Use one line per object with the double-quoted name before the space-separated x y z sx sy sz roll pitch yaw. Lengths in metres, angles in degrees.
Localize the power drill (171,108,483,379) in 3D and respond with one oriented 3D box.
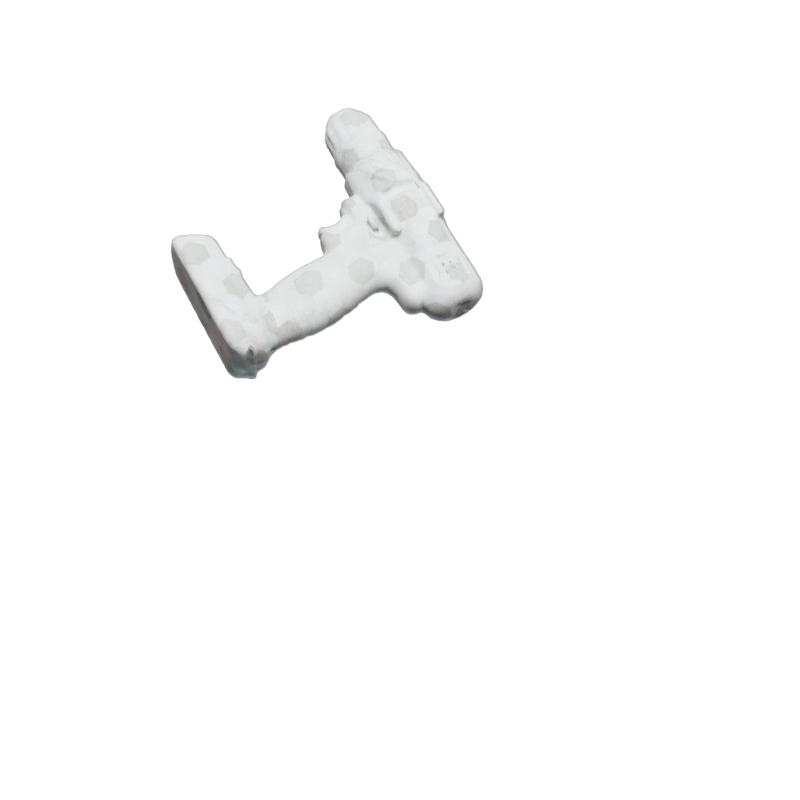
"power drill" -0.061 -0.111 0.775 0.187 0.197 0.054 -25 -27 -14
